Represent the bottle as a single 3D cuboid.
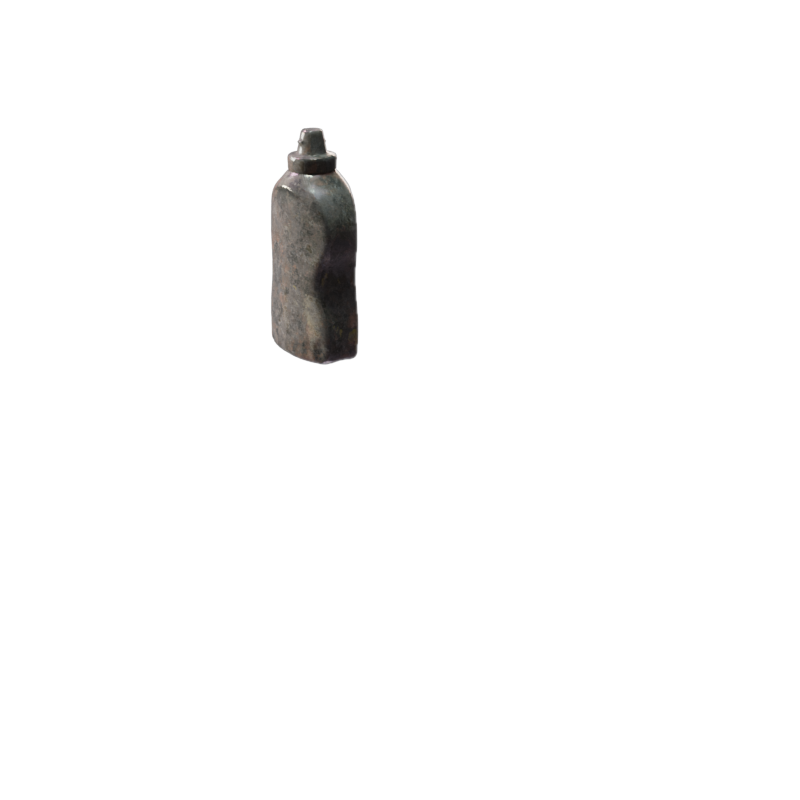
[{"bbox_3d":[-0.074,-0.133,0.934,0.057,0.185,0.102,-9,20,-31],"label":"bottle"}]
